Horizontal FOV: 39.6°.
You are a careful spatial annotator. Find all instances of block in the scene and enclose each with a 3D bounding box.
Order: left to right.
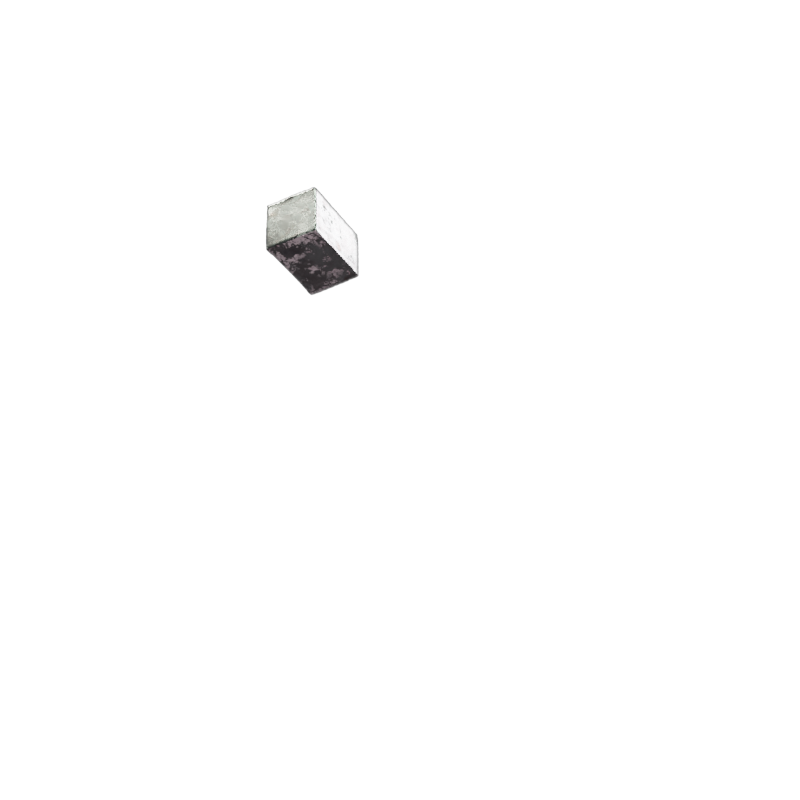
[{"bbox_3d":[-0.078,-0.141,0.990,0.053,0.055,0.072,-19,-40,22],"label":"block"}]
